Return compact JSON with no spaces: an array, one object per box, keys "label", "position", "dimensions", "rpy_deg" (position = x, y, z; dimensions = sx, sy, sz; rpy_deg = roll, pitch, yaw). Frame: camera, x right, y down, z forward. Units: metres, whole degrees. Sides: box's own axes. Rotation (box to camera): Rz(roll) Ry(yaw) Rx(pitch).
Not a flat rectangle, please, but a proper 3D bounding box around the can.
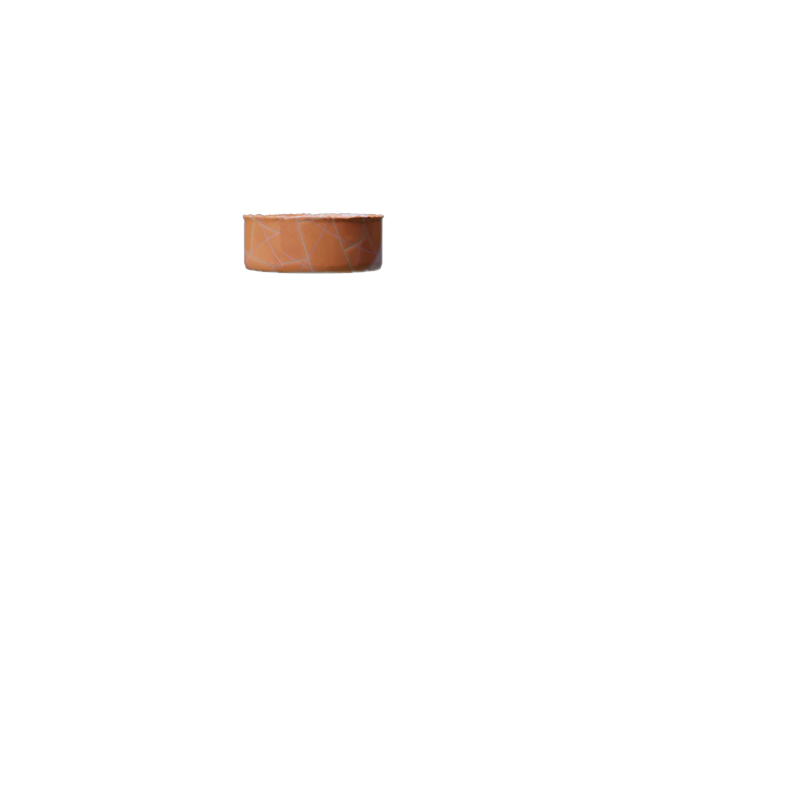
[{"label":"can","position":[-0.053,-0.096,0.674],"dimensions":[0.086,0.033,0.087],"rpy_deg":[0,10,-2]}]
